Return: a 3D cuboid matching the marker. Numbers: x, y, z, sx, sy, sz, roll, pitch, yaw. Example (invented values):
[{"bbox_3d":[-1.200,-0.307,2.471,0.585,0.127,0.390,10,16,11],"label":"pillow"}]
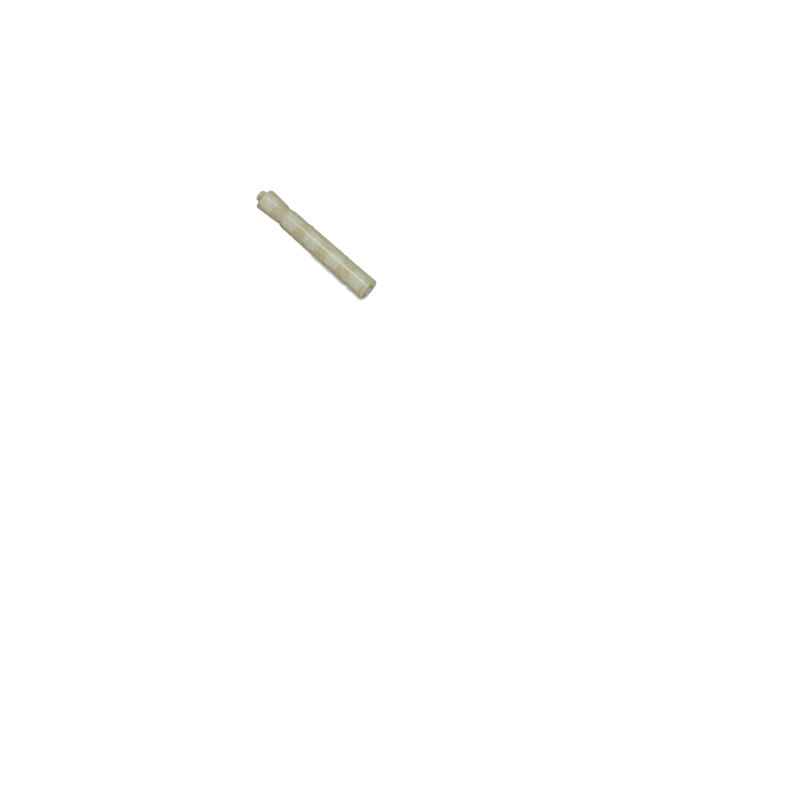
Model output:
[{"bbox_3d":[-0.069,-0.126,0.879,0.126,0.019,0.019,43,17,17],"label":"marker"}]
